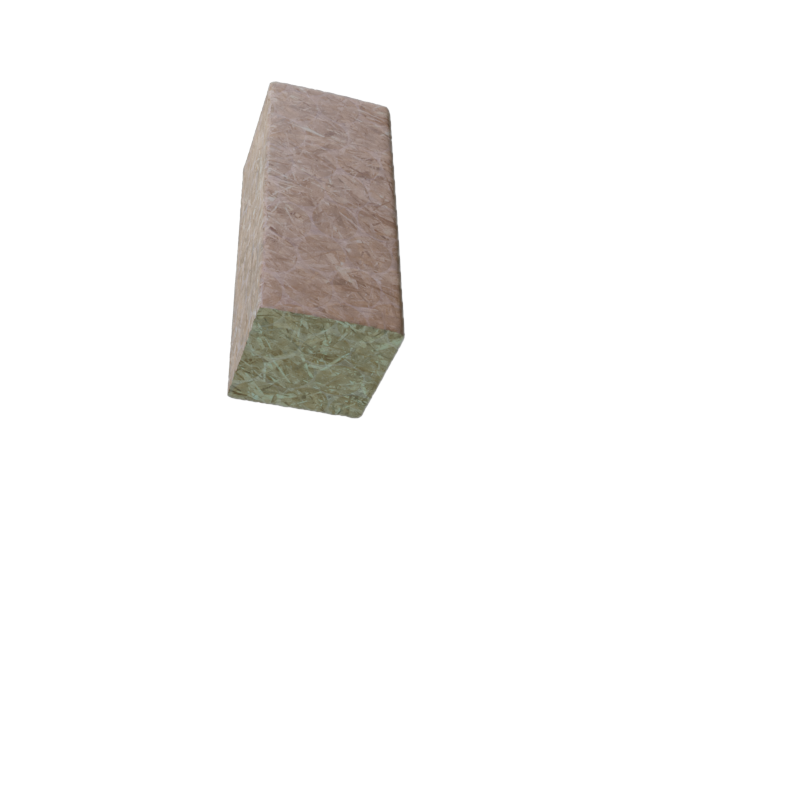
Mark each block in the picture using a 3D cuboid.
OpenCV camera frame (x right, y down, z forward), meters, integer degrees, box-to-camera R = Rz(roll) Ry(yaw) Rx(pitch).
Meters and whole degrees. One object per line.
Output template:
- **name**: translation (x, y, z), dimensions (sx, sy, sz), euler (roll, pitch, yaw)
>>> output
- **block**: translation (-0.057, -0.104, 0.731), dimensions (0.088, 0.221, 0.086), euler (10, -42, -15)
